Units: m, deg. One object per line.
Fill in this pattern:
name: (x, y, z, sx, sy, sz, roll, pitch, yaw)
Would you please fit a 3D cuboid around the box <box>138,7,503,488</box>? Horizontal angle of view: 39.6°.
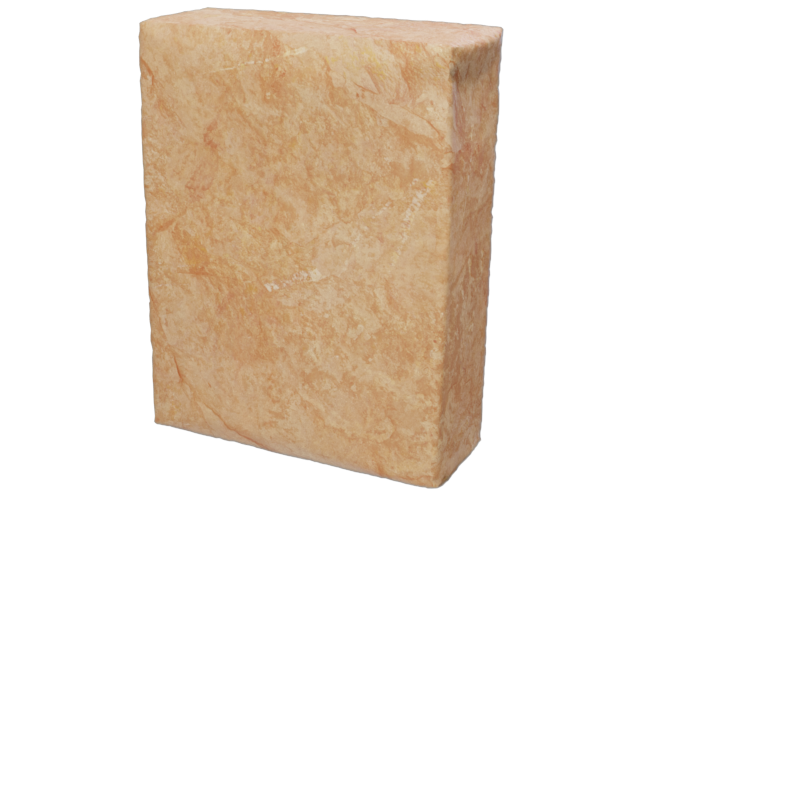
box: (-0.043, -0.078, 0.545, 0.171, 0.205, 0.072, 11, 22, 24)
